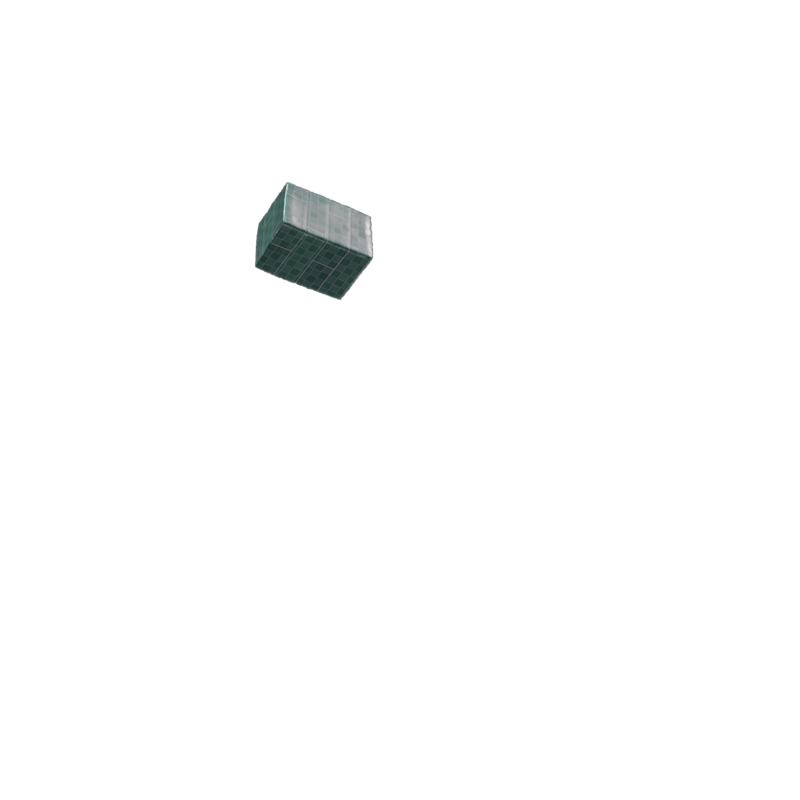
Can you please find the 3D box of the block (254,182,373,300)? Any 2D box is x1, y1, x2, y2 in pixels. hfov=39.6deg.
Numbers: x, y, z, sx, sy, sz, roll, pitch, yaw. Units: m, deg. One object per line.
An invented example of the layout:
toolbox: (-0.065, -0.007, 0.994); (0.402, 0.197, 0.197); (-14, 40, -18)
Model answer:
block: (-0.067, -0.122, 0.856); (0.075, 0.055, 0.051); (21, -49, -21)
